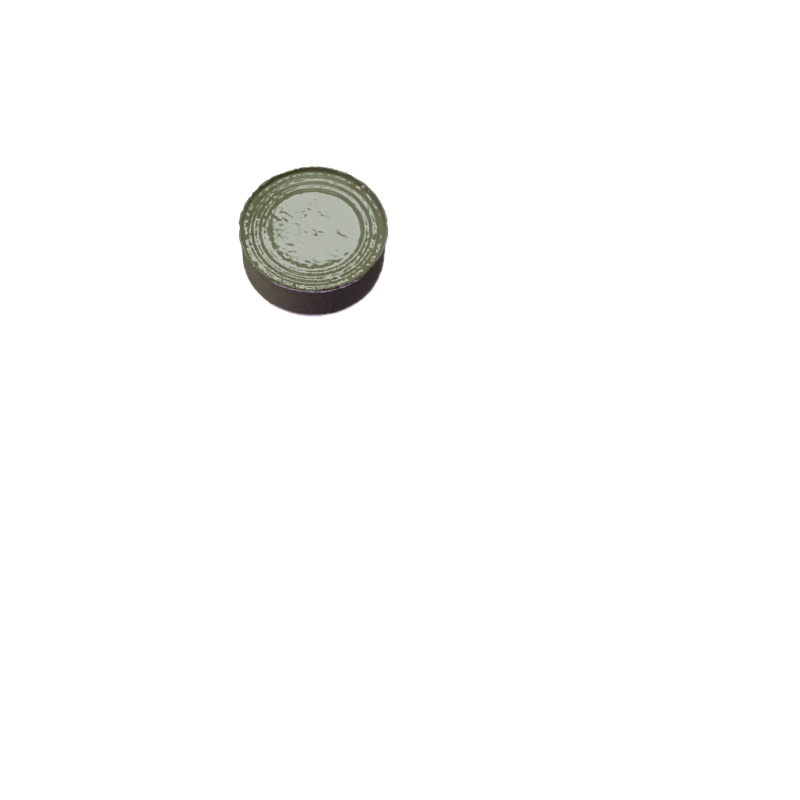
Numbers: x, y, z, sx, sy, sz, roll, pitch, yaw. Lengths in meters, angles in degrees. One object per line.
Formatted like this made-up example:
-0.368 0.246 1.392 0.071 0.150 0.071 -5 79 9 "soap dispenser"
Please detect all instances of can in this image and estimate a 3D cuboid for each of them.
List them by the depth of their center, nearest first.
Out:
-0.051 -0.092 0.648 0.086 0.092 0.031 -1 -30 -1 "can"
